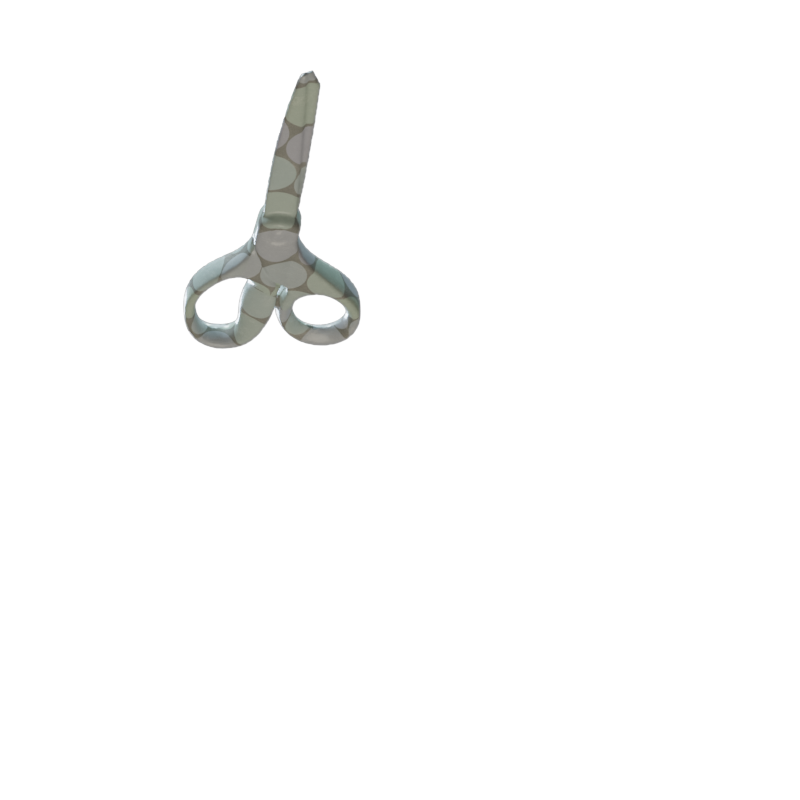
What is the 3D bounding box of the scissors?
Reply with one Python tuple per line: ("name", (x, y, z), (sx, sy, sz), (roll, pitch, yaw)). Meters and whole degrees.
("scissors", (-0.039, -0.071, 0.500), (0.093, 0.017, 0.197), (14, -31, -24))
